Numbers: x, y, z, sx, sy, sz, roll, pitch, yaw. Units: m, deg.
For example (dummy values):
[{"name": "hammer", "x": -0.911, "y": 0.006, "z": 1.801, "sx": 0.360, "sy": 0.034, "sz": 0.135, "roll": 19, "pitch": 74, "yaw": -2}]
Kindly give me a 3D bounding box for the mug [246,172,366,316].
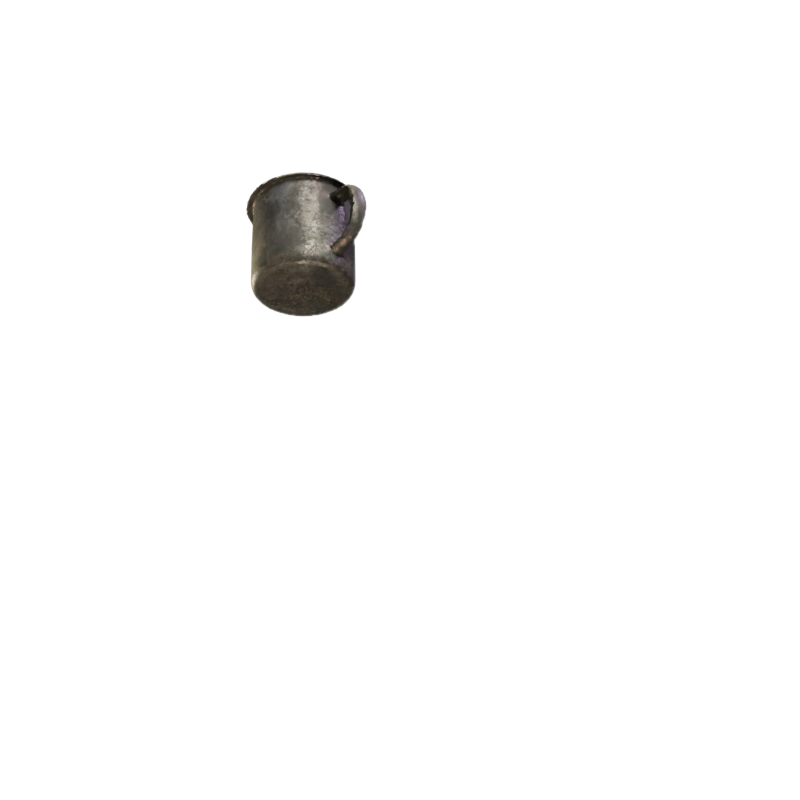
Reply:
[{"name": "mug", "x": -0.068, "y": -0.124, "z": 0.872, "sx": 0.087, "sy": 0.087, "sz": 0.117, "roll": 27, "pitch": -42, "yaw": -36}]
